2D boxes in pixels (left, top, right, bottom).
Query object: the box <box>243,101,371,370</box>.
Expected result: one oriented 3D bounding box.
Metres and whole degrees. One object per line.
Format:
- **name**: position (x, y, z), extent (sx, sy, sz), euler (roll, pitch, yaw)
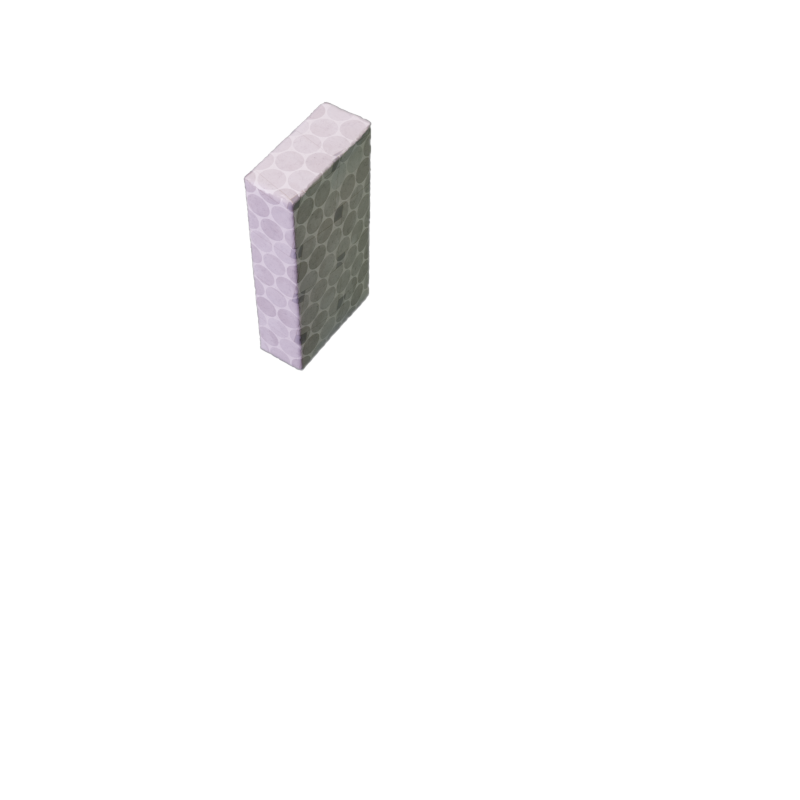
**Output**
- **box**: position (-0.060, -0.110, 0.772), extent (0.050, 0.096, 0.165), euler (29, -33, 16)
